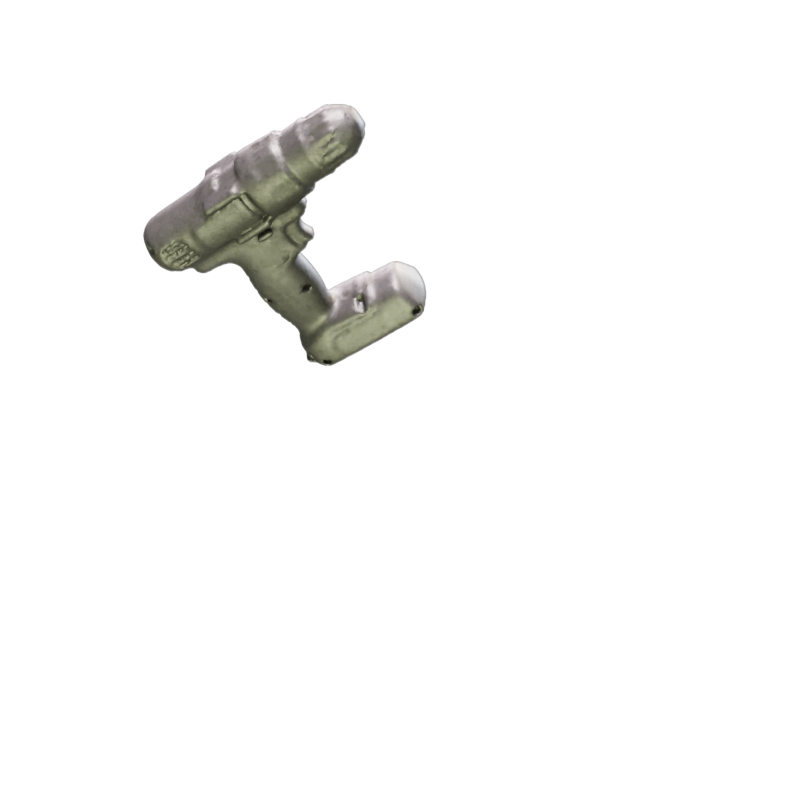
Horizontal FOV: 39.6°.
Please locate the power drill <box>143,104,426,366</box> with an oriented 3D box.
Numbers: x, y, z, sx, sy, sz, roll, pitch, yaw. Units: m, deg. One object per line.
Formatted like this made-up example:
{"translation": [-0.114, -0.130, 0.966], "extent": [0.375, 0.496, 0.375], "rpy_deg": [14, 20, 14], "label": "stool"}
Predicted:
{"translation": [-0.063, -0.115, 0.805], "extent": [0.184, 0.062, 0.175], "rpy_deg": [-28, -51, 25], "label": "power drill"}
